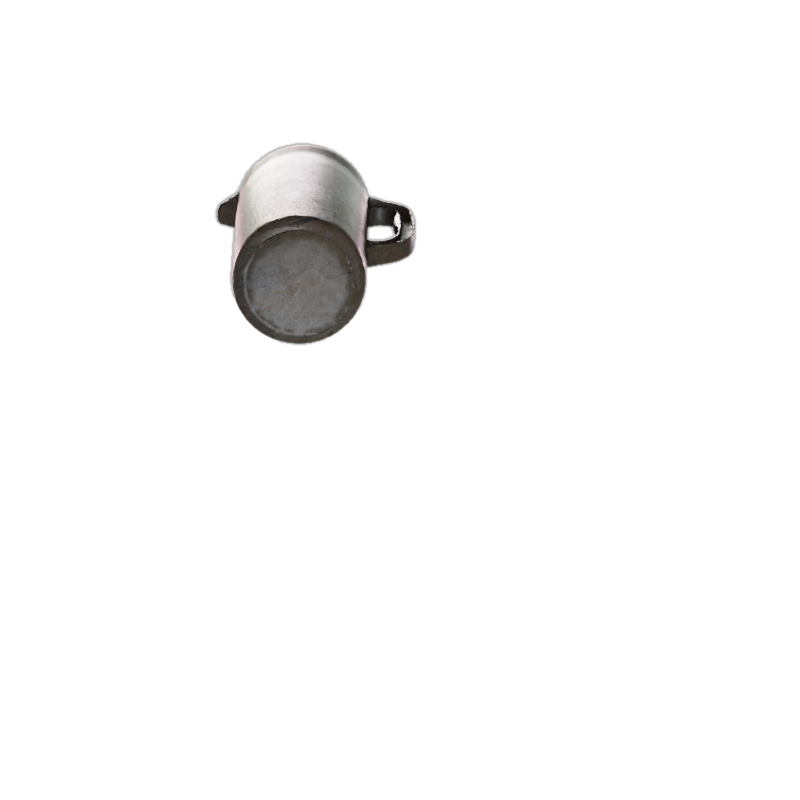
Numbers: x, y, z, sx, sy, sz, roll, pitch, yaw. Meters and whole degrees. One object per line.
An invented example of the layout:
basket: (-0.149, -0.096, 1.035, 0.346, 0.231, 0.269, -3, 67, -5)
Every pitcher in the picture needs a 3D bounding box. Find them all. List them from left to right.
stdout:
pitcher: (-0.077, -0.141, 0.987, 0.148, 0.139, 0.254, -41, 19, 12)
